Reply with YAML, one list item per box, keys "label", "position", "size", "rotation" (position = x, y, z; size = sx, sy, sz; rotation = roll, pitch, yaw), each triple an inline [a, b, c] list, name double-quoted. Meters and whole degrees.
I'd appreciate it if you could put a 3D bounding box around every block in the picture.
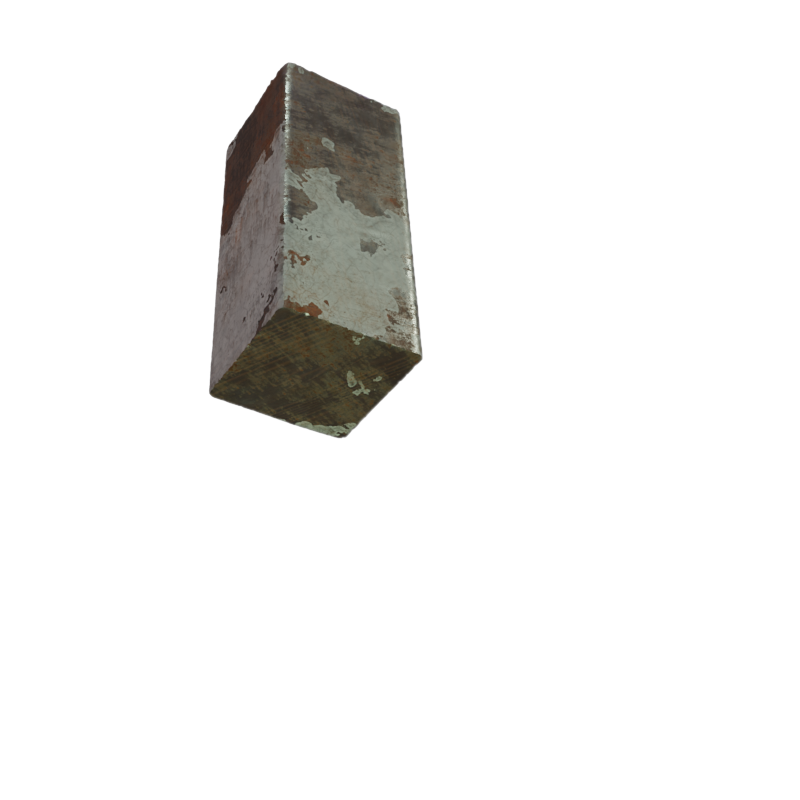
- label: "block"
  position: [-0.053, -0.096, 0.673]
  size: [0.086, 0.221, 0.088]
  rotation: [20, -45, -25]
